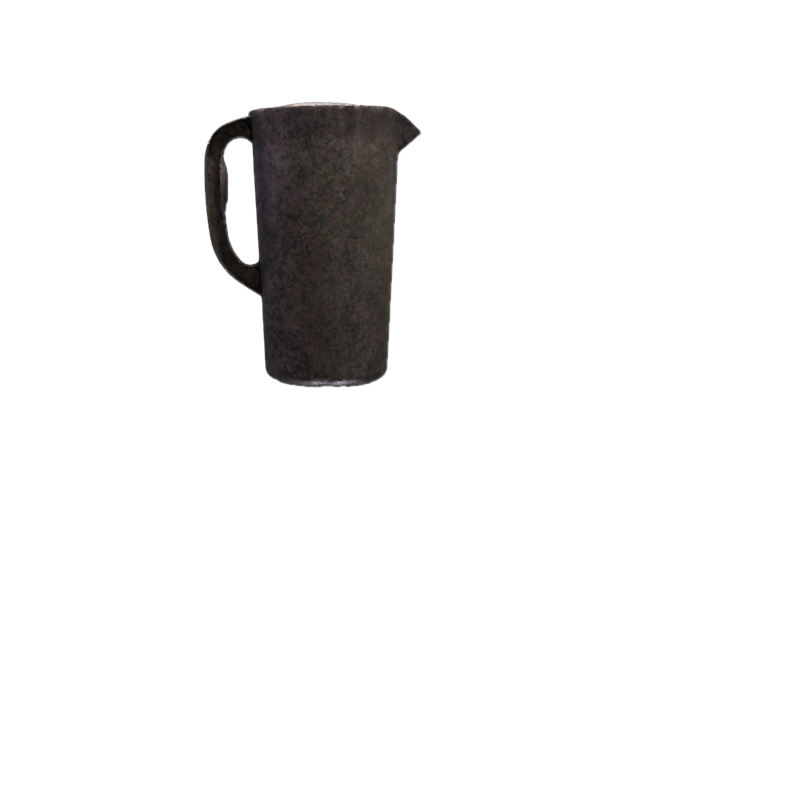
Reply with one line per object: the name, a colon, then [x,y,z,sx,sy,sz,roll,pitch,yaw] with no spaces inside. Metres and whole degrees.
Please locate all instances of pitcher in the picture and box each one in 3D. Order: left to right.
pitcher: [-0.076,-0.139,0.972,0.156,0.241,0.140,4,6,41]
